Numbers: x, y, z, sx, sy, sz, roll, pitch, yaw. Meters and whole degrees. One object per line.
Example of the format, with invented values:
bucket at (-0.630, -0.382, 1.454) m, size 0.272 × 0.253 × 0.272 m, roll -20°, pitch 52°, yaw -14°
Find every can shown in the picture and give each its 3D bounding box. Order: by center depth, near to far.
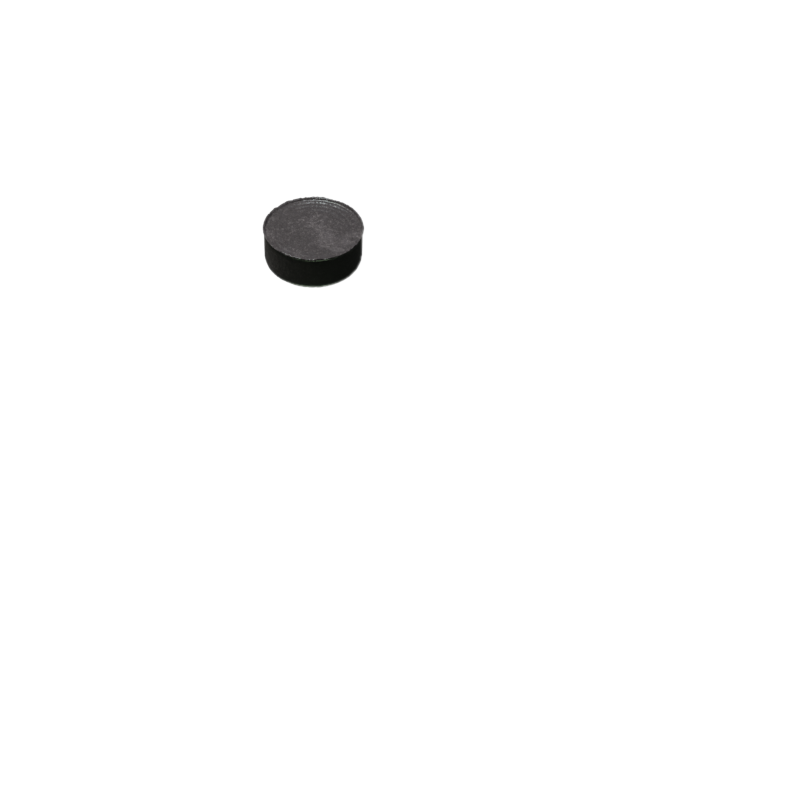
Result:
can at (-0.074, -0.136, 0.949) m, size 0.086 × 0.031 × 0.092 m, roll -1°, pitch 44°, yaw -2°
